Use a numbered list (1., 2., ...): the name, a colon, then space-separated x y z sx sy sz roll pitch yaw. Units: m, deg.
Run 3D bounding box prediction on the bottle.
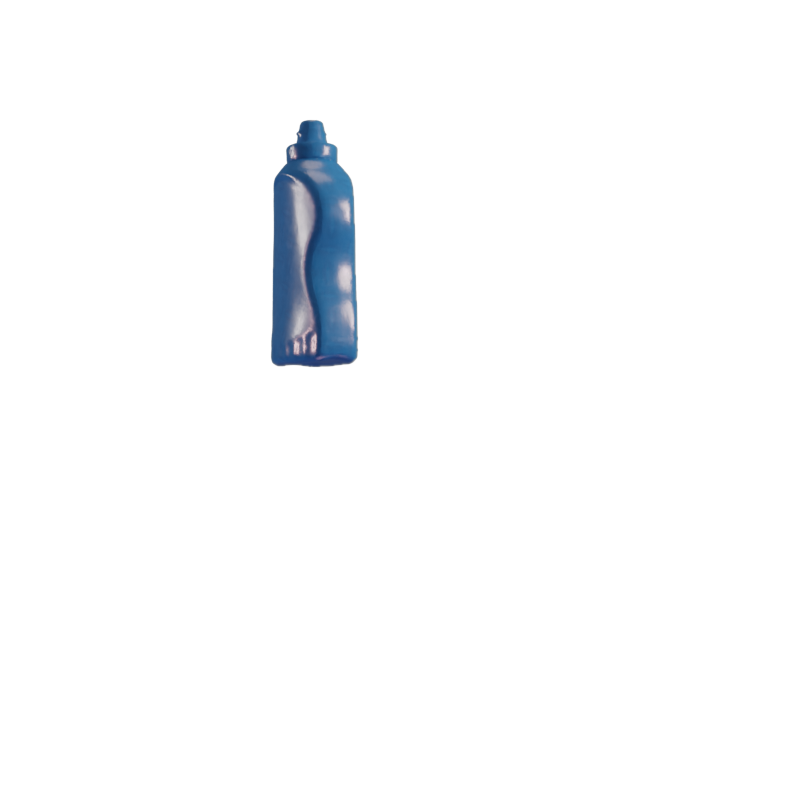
1. bottle: -0.068 -0.123 0.865 0.057 0.196 0.097 3 -8 -24
